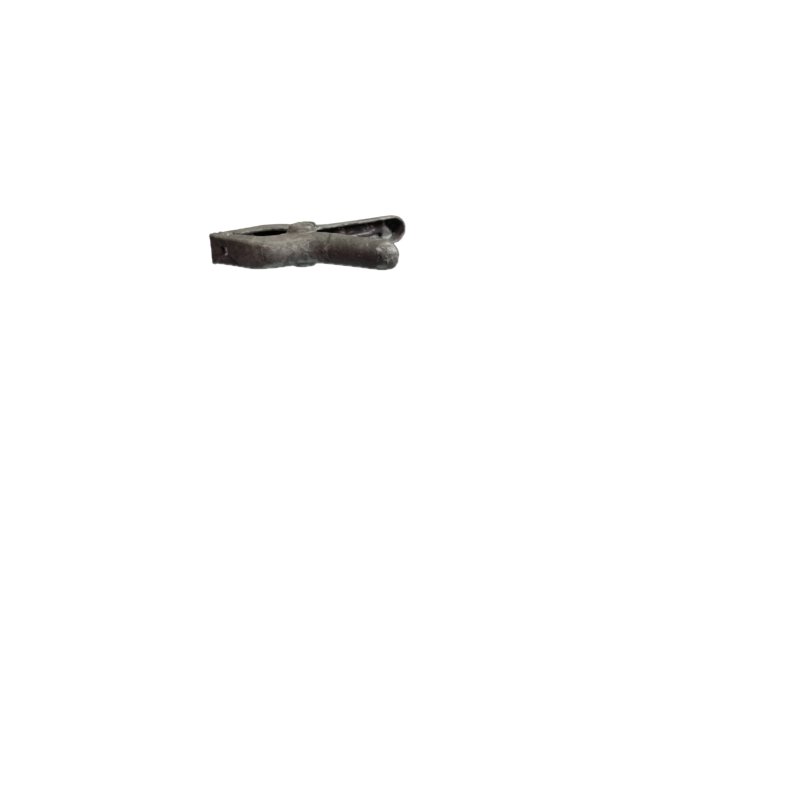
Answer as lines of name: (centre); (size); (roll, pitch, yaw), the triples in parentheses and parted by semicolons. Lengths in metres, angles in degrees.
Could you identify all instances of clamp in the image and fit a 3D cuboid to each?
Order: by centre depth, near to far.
clamp: (-0.075, -0.136, 0.954); (0.175, 0.038, 0.121); (4, 15, 14)
